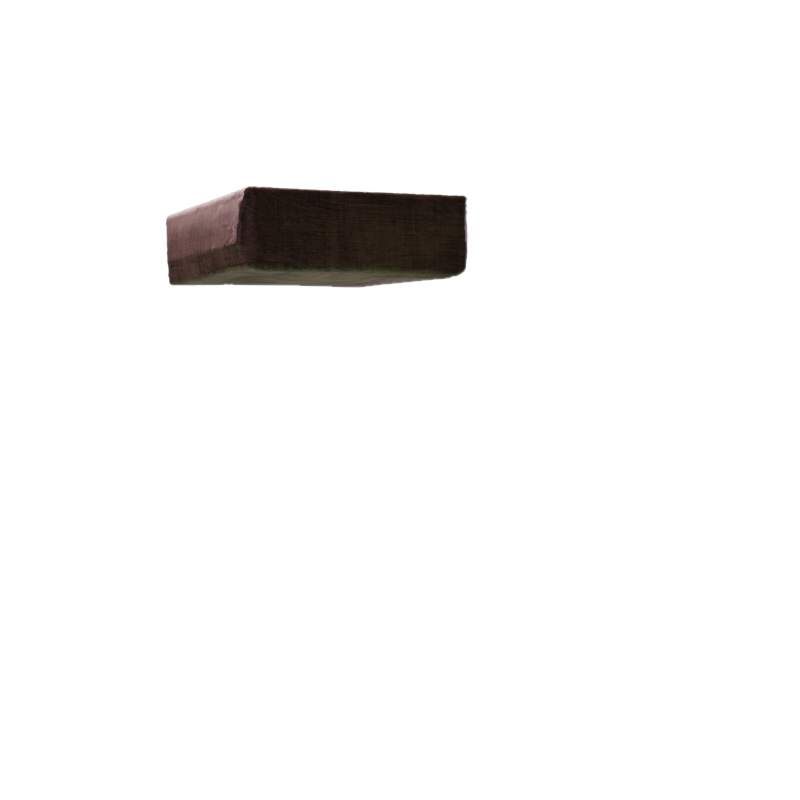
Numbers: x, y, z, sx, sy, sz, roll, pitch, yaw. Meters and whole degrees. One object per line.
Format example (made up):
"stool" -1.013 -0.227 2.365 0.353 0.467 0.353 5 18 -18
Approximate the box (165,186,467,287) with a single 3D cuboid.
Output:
"box" -0.040 -0.072 0.506 0.109 0.039 0.092 -1 1 -31
